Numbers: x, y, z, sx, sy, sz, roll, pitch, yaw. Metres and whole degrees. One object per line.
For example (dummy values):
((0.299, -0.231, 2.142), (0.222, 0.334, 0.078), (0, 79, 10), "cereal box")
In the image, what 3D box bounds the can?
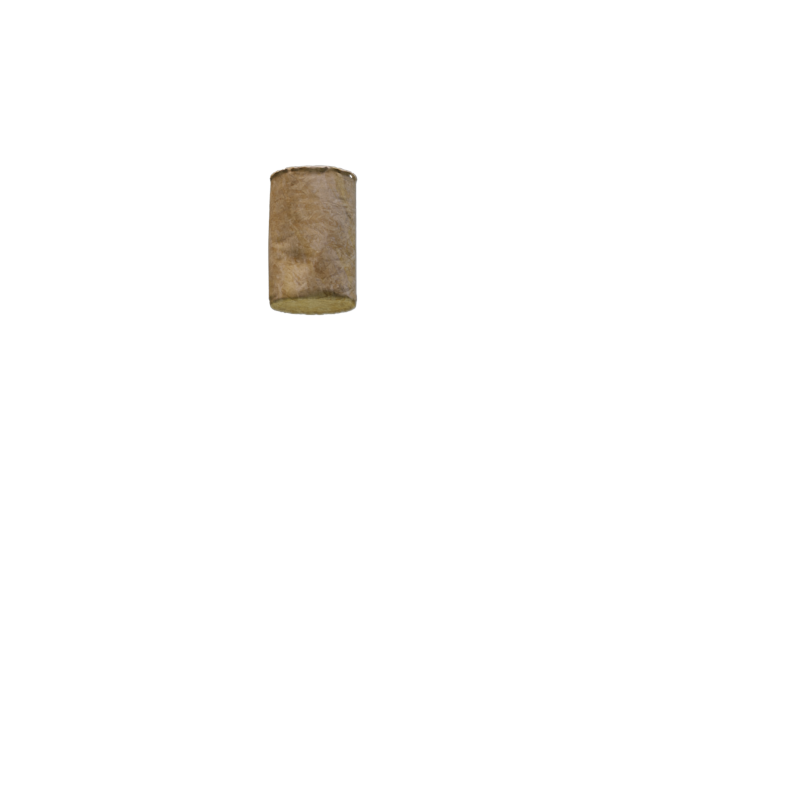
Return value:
((-0.066, -0.121, 0.844), (0.068, 0.105, 0.067), (0, -12, -2), "can")
